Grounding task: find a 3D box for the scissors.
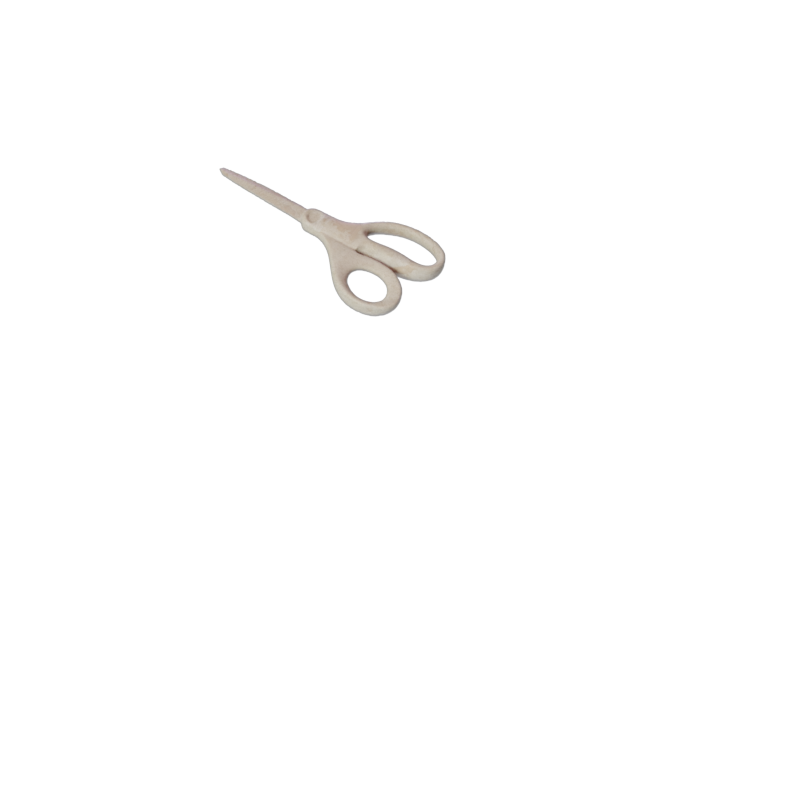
[{"bbox_3d":[-0.067,-0.122,0.854,0.207,0.100,0.015,18,-37,14],"label":"scissors"}]
